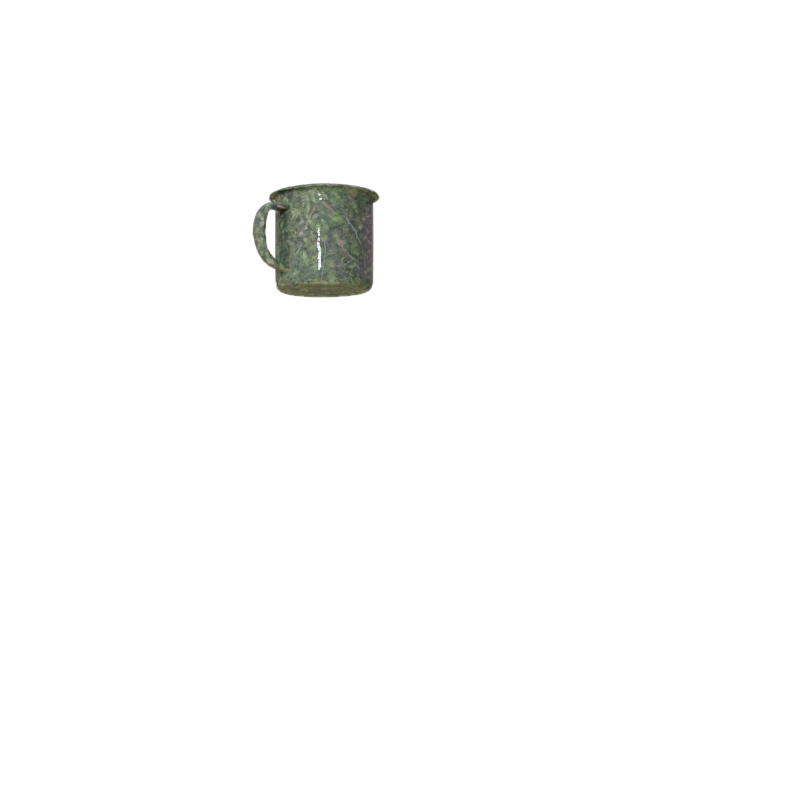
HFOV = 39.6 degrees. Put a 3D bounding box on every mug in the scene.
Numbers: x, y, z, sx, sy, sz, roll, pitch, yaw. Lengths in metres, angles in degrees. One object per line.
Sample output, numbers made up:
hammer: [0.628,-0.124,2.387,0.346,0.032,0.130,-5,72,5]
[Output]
mug: [-0.072,-0.131,0.918,0.112,0.083,0.096,5,-8,-43]
